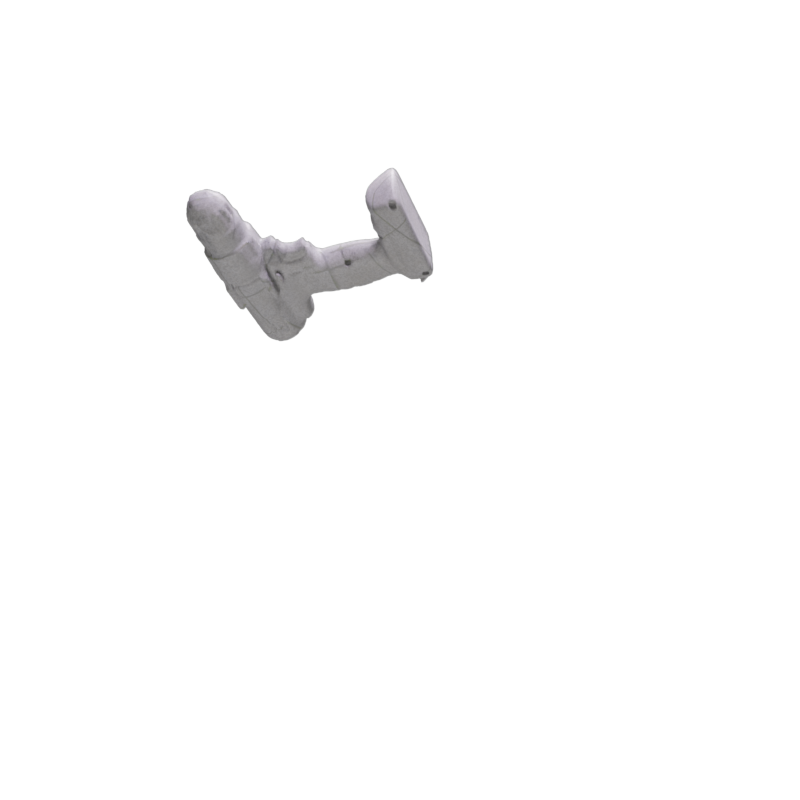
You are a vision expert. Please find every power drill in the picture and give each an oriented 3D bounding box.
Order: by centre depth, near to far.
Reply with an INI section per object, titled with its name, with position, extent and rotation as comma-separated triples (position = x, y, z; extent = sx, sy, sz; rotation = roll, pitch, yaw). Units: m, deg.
[power drill]
position = -0.078, -0.142, 0.992
extent = 0.189, 0.062, 0.170
rotation = -16, -44, 17
